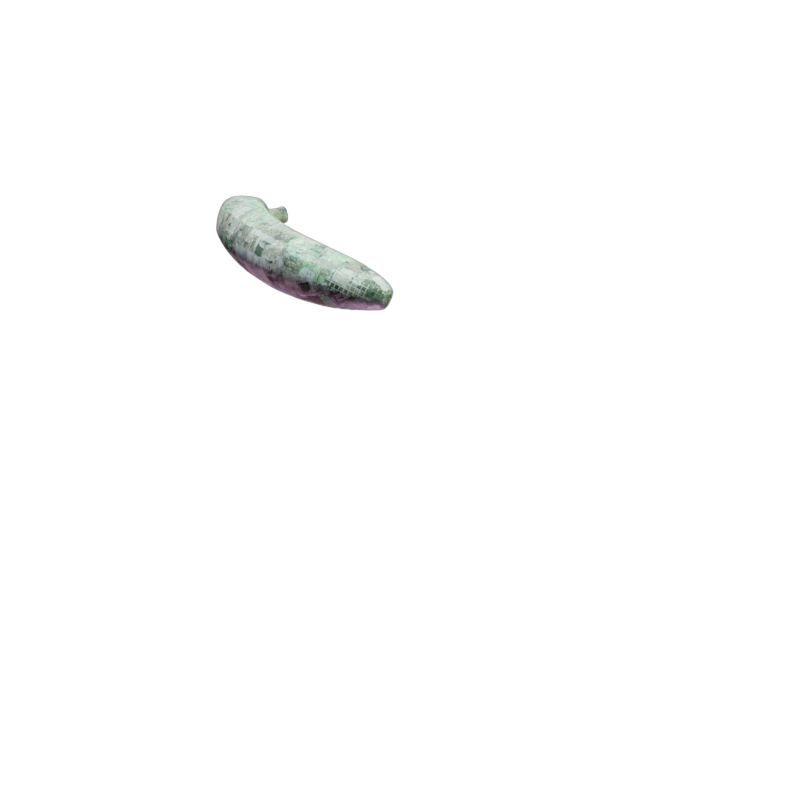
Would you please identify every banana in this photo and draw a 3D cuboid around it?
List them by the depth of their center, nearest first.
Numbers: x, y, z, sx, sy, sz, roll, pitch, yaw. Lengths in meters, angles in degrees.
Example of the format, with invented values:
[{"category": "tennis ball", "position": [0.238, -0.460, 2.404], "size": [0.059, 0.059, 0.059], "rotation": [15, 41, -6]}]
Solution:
[{"category": "banana", "position": [-0.073, -0.099, 0.697], "size": [0.068, 0.035, 0.211], "rotation": [-9, 27, -21]}]
